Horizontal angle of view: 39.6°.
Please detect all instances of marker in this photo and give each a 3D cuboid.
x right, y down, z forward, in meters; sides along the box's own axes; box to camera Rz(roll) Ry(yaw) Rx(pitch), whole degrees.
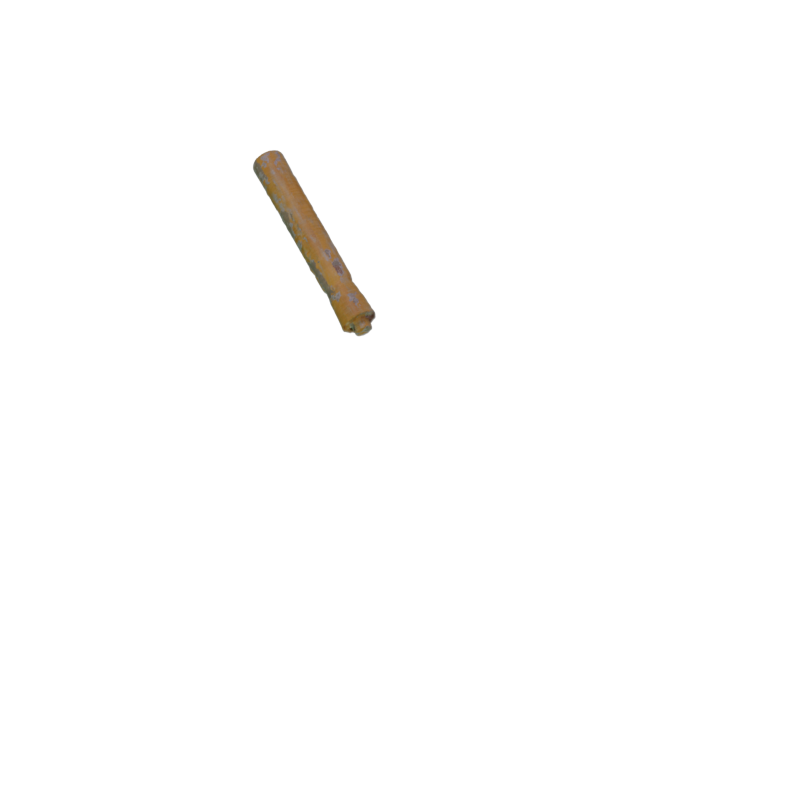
[{"bbox_3d":[-0.046,-0.084,0.591,0.020,0.130,0.018,-22,-29,-14],"label":"marker"}]
